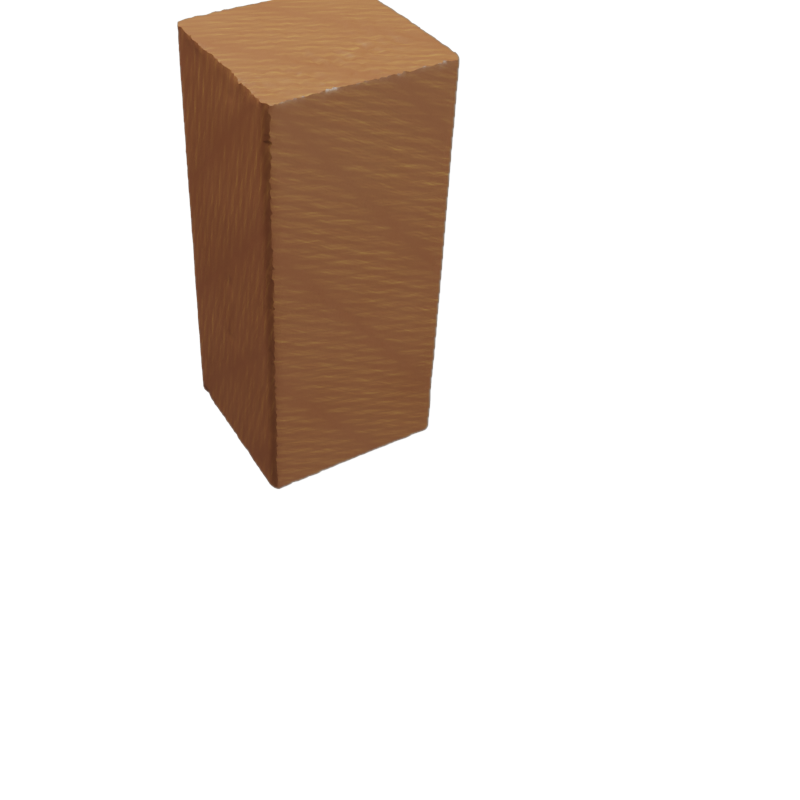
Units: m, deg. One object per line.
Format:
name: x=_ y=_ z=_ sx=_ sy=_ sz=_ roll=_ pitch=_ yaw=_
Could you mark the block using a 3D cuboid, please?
block: x=-0.040 y=-0.074 z=0.516 sx=0.090 sy=0.193 sz=0.097 roll=-19 pitch=44 yaw=-25
